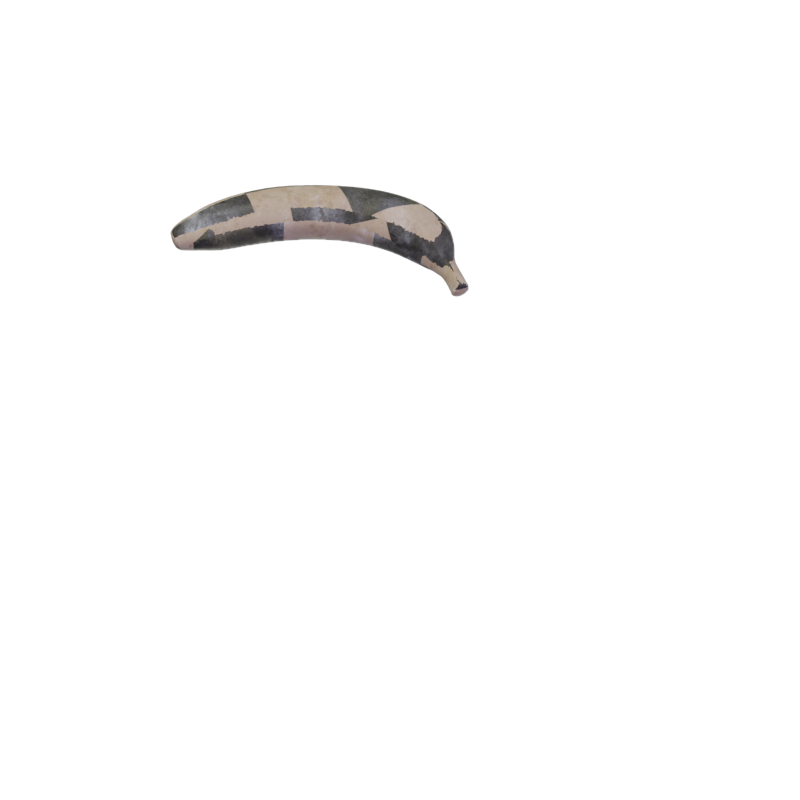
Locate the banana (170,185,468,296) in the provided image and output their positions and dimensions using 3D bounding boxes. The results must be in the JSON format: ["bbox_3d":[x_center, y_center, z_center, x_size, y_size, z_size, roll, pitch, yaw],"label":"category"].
[{"bbox_3d":[-0.049,-0.115,0.733,0.201,0.034,0.073,9,42,10],"label":"banana"}]
